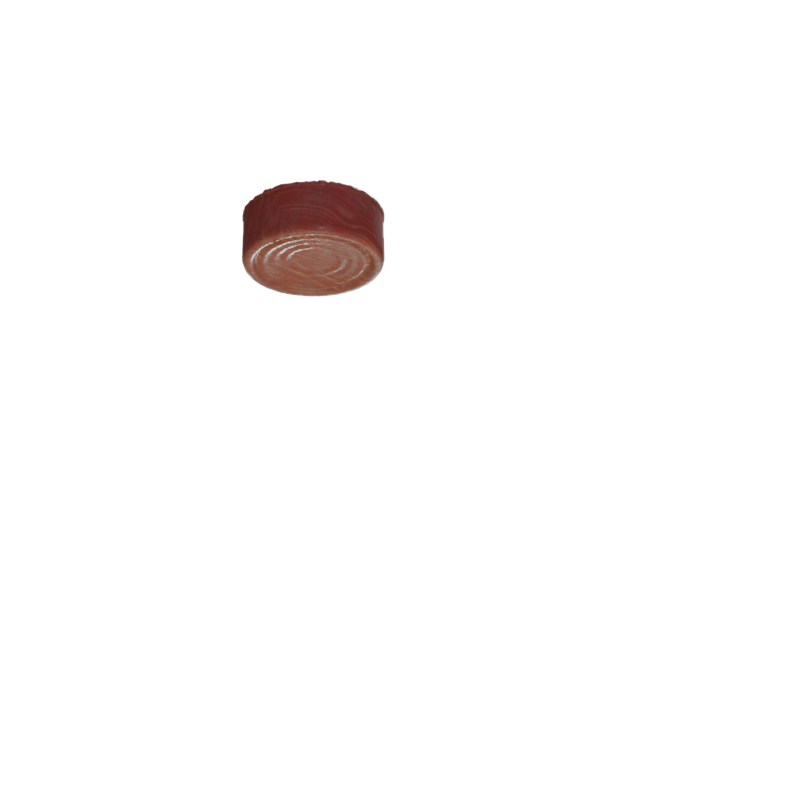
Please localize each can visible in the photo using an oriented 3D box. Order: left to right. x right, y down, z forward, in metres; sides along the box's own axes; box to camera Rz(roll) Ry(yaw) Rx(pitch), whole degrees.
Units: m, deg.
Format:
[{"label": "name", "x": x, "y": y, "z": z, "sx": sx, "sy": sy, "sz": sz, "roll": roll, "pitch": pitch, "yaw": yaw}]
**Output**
[{"label": "can", "x": -0.052, "y": -0.094, "z": 0.662, "sx": 0.086, "sy": 0.035, "sz": 0.081, "roll": 1, "pitch": -23, "yaw": -2}]
